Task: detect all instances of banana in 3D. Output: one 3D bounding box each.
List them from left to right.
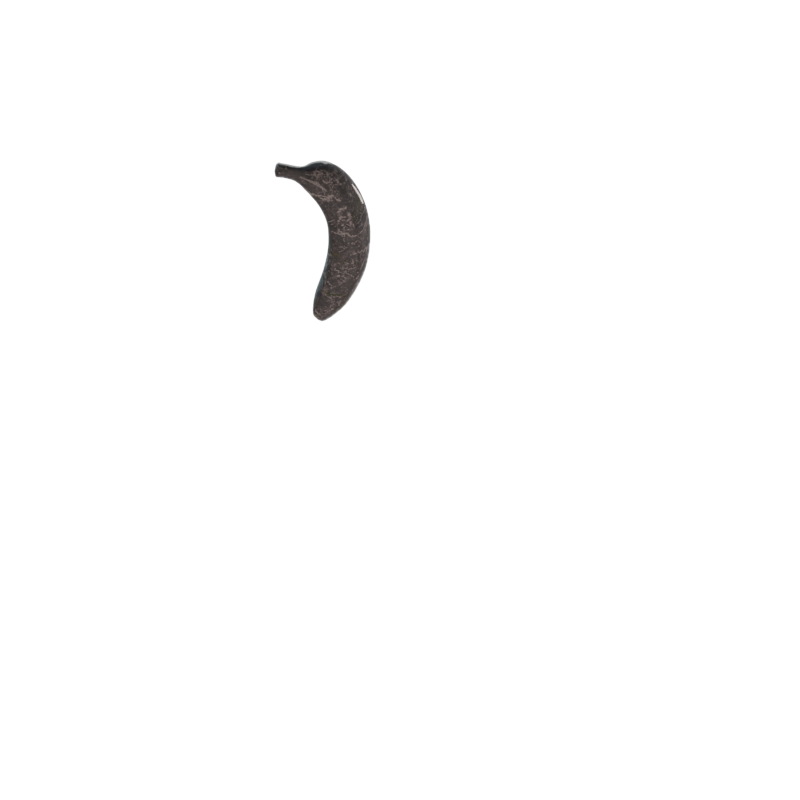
[{"bbox_3d":[-0.060,-0.147,0.993,0.070,0.039,0.183,-6,-43,6],"label":"banana"}]
